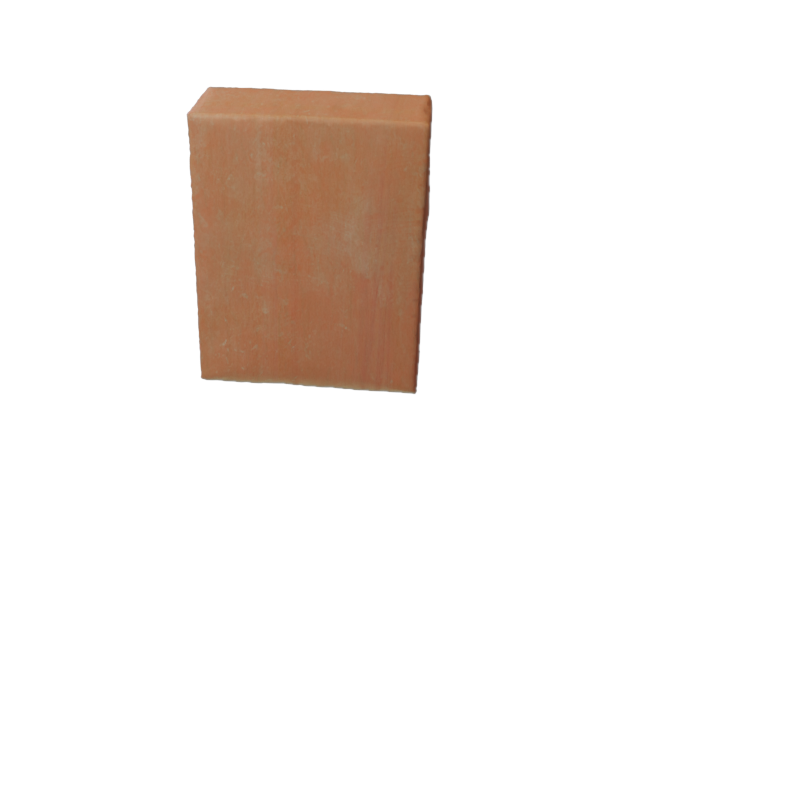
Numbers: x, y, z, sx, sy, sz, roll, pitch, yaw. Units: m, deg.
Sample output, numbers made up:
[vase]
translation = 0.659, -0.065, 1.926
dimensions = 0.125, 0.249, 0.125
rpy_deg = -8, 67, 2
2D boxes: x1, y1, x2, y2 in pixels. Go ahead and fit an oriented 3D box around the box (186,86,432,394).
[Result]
[box]
translation = -0.063, -0.115, 0.802
dimensions = 0.165, 0.202, 0.075
rpy_deg = 4, 28, 5
